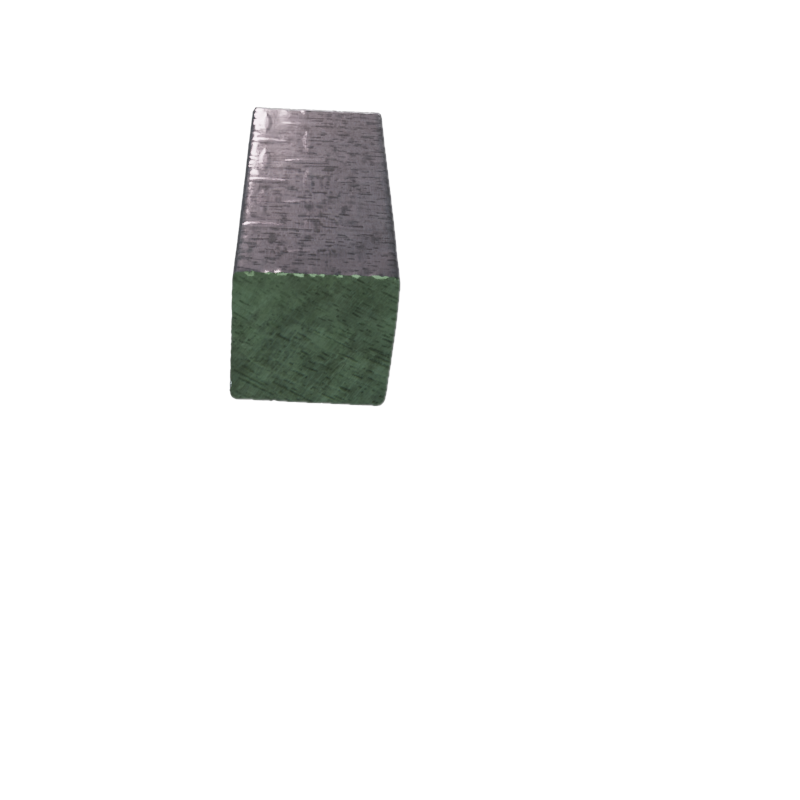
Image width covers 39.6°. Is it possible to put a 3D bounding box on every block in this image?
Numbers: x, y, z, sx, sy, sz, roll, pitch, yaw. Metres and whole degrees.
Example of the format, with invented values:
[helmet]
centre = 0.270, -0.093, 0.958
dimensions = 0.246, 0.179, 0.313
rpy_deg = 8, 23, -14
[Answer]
[block]
centre = -0.054, -0.098, 0.691
dimensions = 0.090, 0.085, 0.220
rpy_deg = 2, 37, -5
